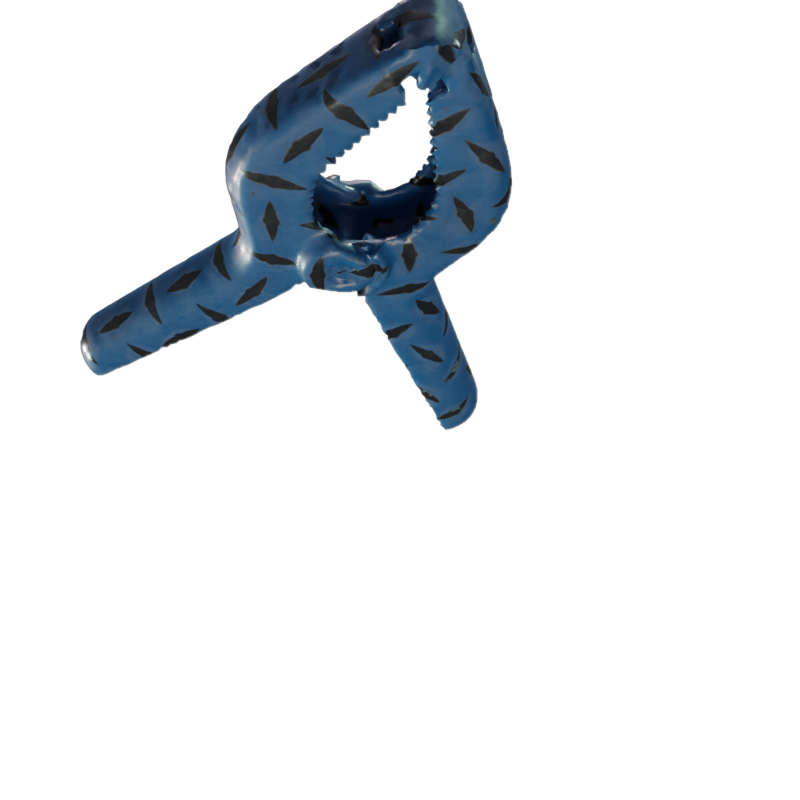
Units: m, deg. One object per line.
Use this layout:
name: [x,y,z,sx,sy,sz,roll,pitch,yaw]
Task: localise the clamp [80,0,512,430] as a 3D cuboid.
clamp: [-0.031,-0.056,0.390,0.163,0.039,0.198,6,-35,-9]
